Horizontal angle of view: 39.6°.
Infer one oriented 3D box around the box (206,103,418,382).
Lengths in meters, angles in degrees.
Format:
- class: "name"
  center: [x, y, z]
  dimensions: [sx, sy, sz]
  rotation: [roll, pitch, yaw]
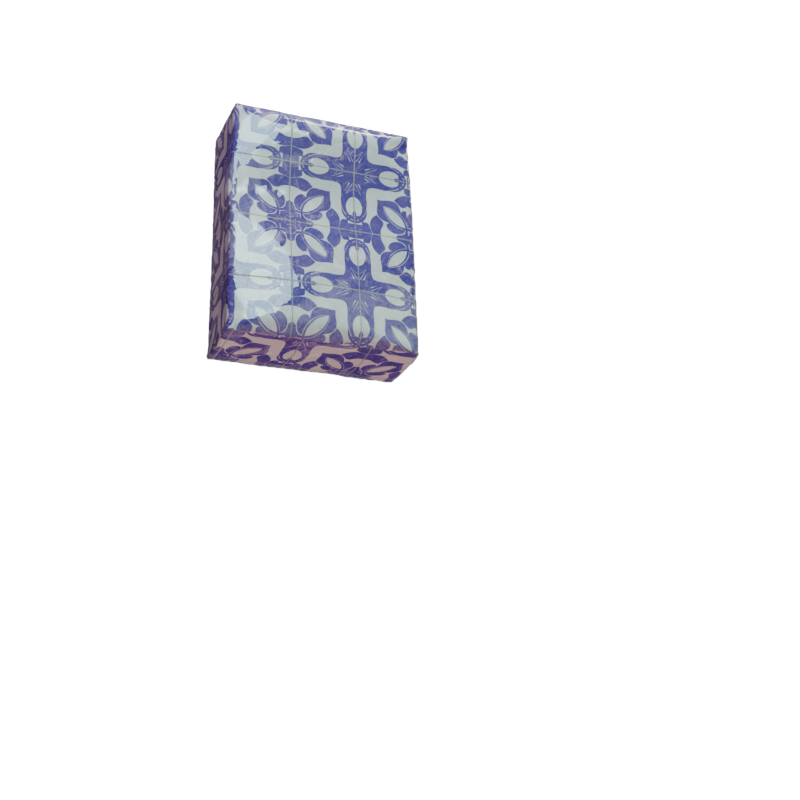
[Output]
- class: "box"
  center: [-0.073, -0.133, 0.931]
  dimensions: [0.159, 0.227, 0.070]
  rotation: [7, -28, -18]
